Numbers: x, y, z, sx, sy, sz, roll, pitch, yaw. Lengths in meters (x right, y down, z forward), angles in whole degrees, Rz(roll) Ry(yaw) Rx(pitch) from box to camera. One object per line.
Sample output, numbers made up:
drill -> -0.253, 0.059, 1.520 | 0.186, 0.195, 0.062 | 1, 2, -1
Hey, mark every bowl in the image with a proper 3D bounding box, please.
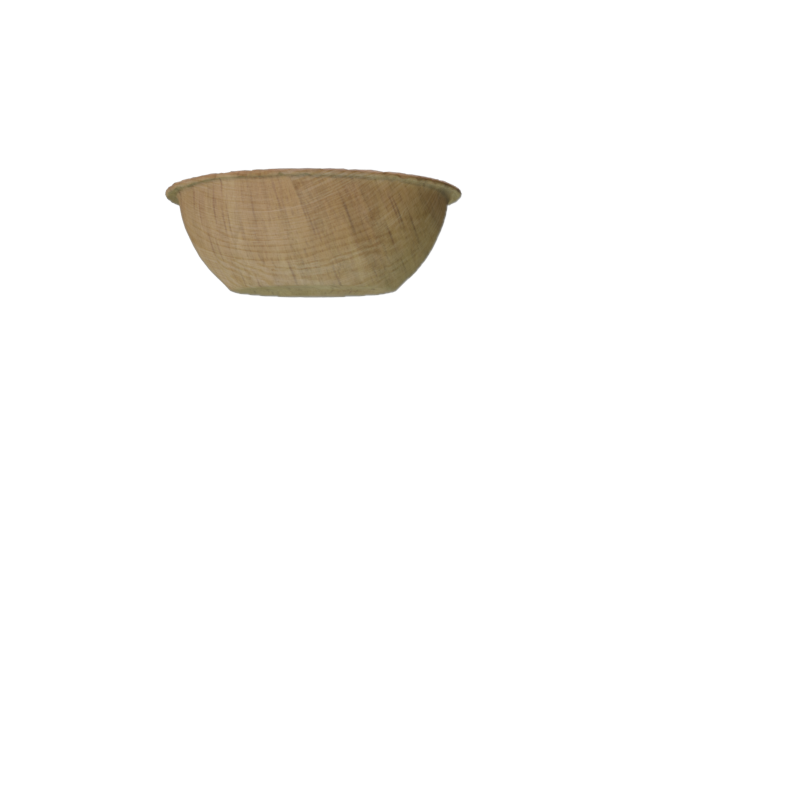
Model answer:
bowl -> -0.047, -0.086, 0.605 | 0.162, 0.056, 0.161 | 0, 0, -2
